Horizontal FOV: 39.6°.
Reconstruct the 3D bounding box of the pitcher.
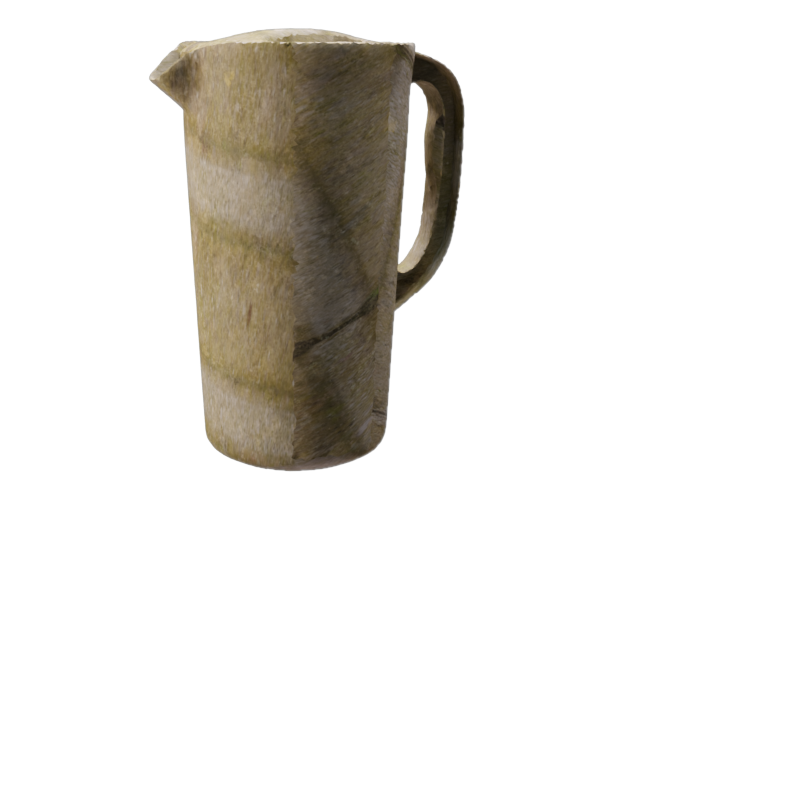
[{"bbox_3d":[-0.050,-0.092,0.643,0.153,0.236,0.146,5,14,17],"label":"pitcher"}]
